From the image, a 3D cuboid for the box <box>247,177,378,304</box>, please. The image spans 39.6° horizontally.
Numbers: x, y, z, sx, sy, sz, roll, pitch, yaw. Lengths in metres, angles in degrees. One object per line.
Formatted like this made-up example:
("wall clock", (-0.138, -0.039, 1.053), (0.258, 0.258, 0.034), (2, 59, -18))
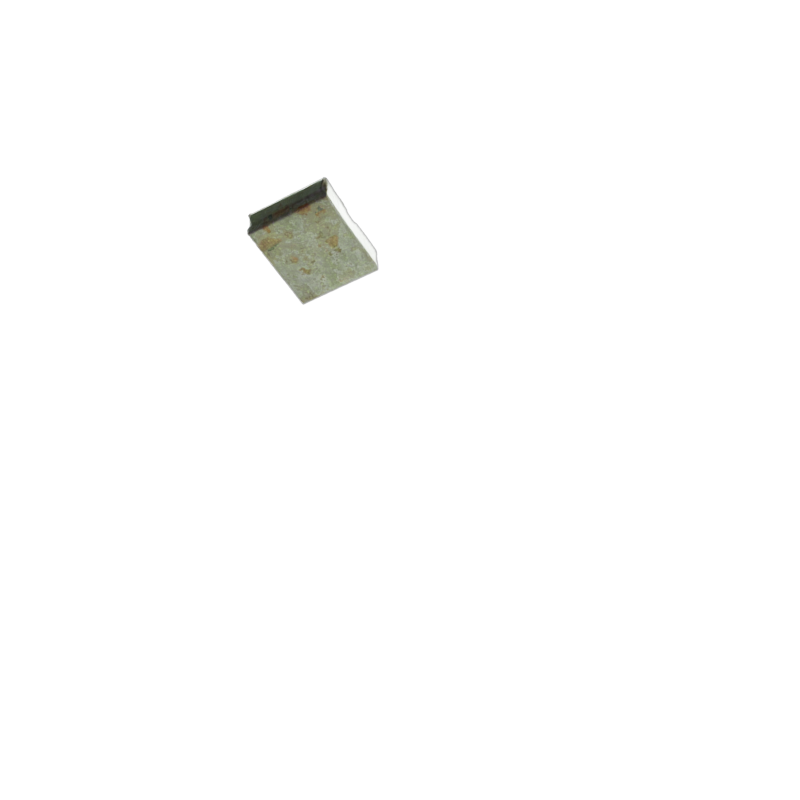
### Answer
("box", (-0.070, -0.128, 0.898), (0.073, 0.083, 0.032), (-24, 35, 18))
